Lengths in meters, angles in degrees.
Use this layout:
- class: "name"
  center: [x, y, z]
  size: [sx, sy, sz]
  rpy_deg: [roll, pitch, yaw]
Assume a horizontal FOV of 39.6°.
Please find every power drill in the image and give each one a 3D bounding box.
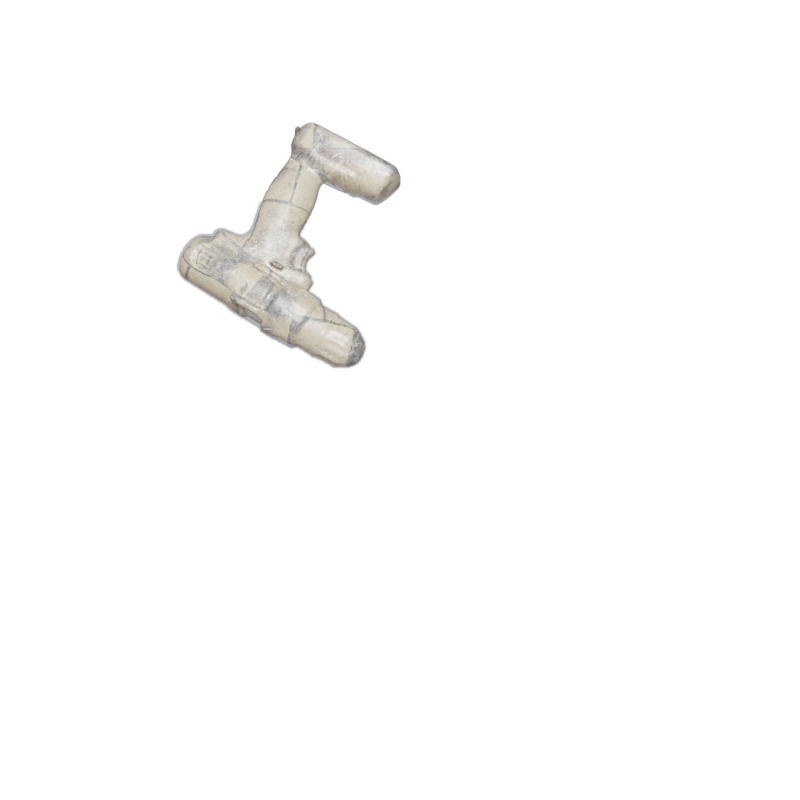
- class: "power drill"
  center: [-0.077, -0.141, 0.989]
  size: [0.189, 0.192, 0.055]
  rpy_deg: [30, -17, 10]
